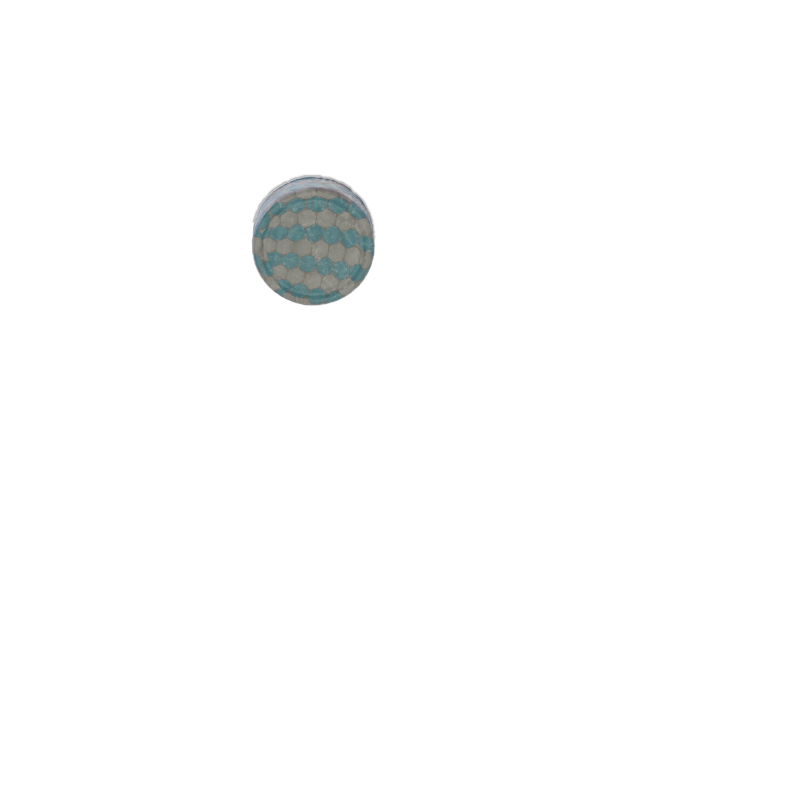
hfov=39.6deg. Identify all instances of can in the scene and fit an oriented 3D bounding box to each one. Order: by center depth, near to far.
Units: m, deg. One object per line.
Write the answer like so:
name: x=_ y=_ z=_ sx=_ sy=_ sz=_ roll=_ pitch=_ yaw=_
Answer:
can: x=-0.060 y=-0.110 z=0.769 sx=0.086 sy=0.082 sz=0.035 roll=0 pitch=19 yaw=-1
